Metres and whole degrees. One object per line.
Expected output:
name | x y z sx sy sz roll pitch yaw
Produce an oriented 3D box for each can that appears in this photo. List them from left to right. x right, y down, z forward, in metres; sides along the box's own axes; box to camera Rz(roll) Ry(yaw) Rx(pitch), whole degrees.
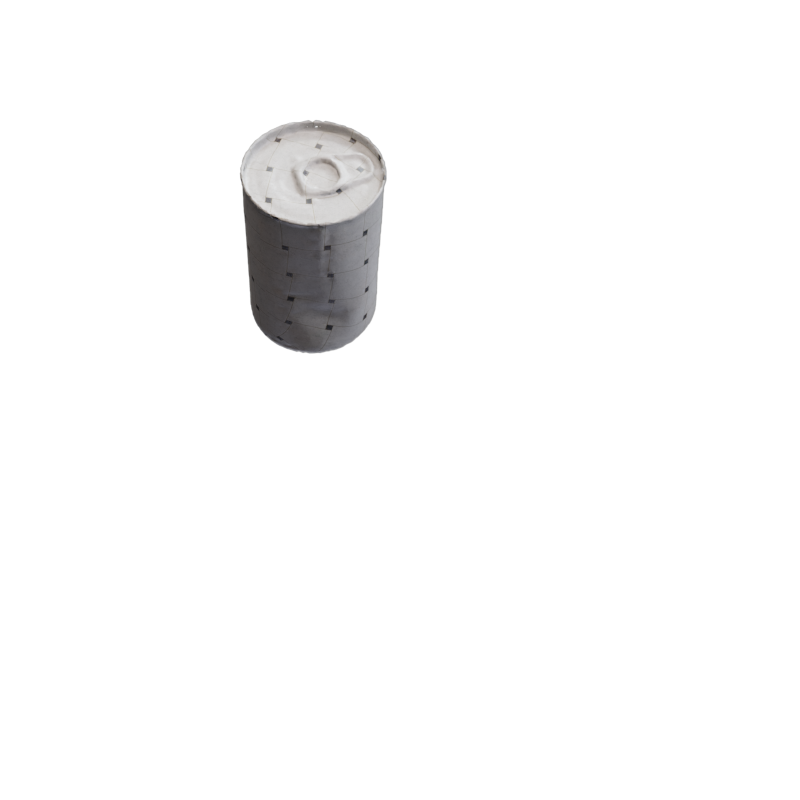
can | -0.043 -0.079 0.551 0.068 0.073 0.095 0 -37 -3
